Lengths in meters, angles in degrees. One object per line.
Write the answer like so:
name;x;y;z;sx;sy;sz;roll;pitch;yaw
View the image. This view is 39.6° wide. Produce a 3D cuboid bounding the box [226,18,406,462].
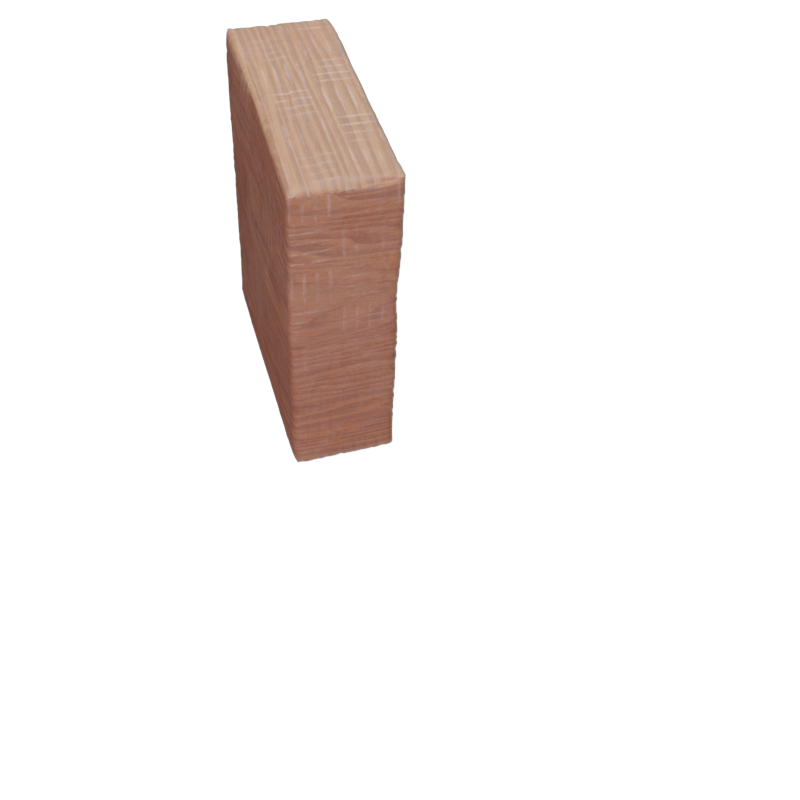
box;-0.052;-0.095;0.669;0.071;0.199;0.178;-10;47;-13
